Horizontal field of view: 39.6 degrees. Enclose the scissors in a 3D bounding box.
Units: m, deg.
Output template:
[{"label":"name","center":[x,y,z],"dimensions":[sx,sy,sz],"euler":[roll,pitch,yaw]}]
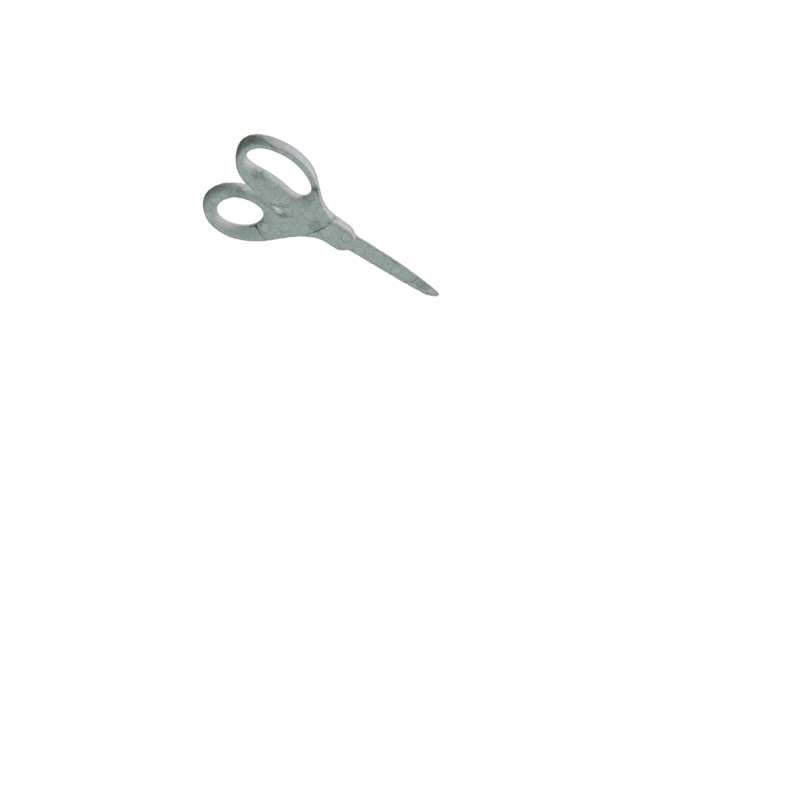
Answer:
[{"label":"scissors","center":[-0.064,-0.117,0.818],"dimensions":[0.096,0.017,0.188],"euler":[-27,-51,24]}]
